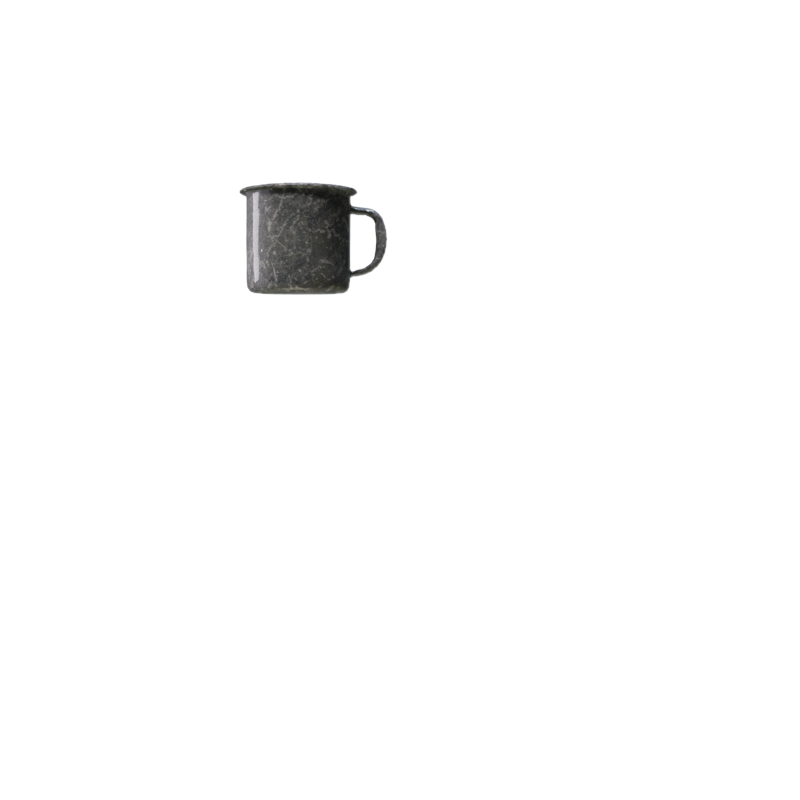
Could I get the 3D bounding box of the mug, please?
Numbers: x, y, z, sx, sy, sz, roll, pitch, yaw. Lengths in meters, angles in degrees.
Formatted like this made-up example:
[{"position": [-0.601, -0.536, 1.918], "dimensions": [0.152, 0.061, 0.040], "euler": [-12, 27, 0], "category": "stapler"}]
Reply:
[{"position": [-0.069, -0.125, 0.876], "dimensions": [0.115, 0.082, 0.094], "euler": [0, 0, -11], "category": "mug"}]
